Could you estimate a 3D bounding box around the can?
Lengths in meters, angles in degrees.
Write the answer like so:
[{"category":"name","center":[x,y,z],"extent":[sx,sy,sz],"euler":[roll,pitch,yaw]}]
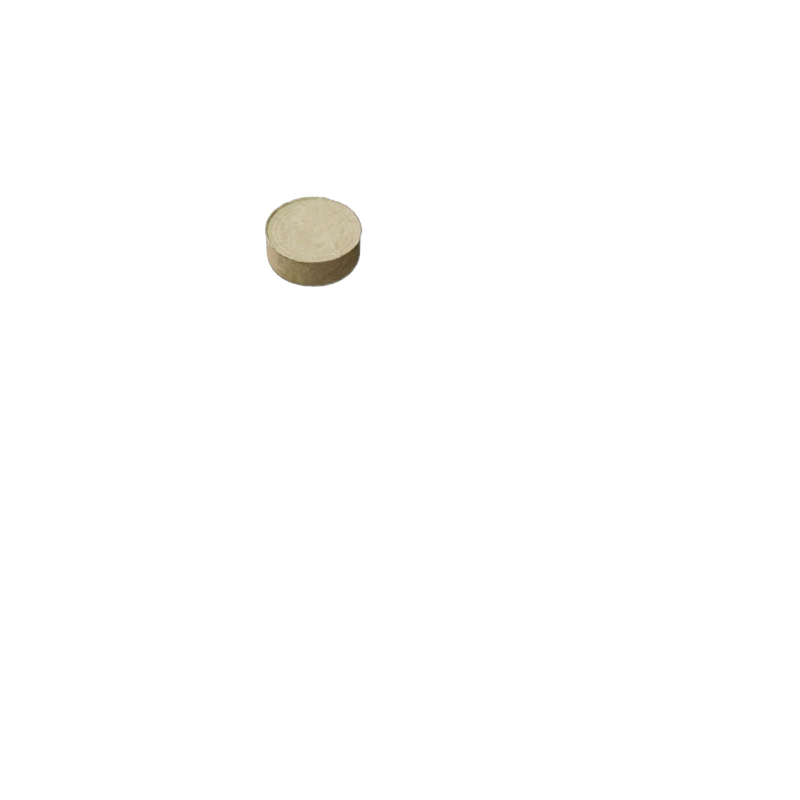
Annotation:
[{"category":"can","center":[-0.077,-0.141,0.988],"extent":[0.086,0.092,0.031],"euler":[-1,-43,-1]}]
